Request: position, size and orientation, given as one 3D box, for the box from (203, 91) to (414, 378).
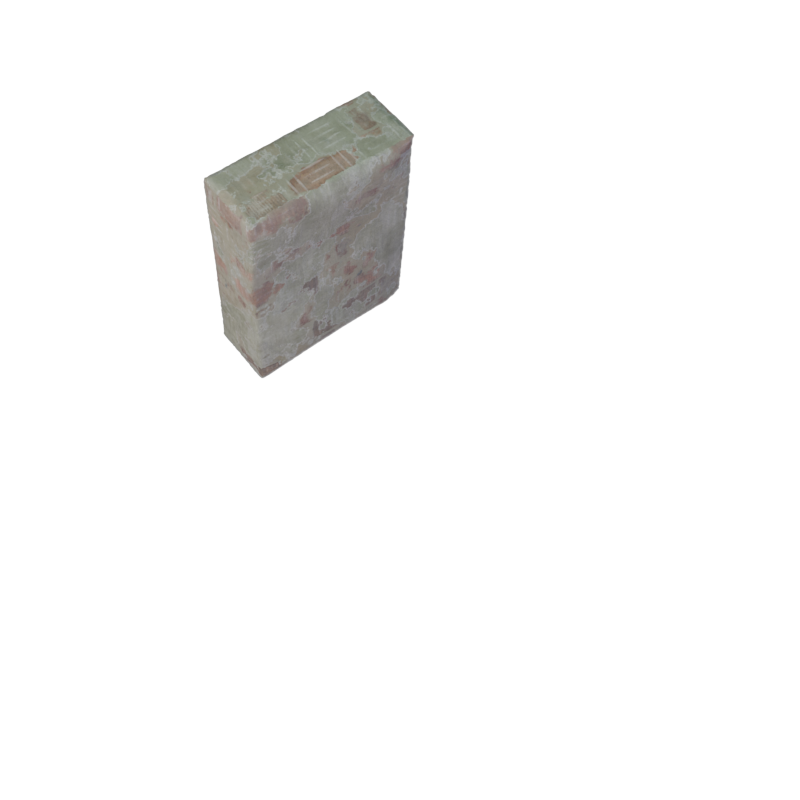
[{"bbox_3d":[-0.074,-0.135,0.942,0.165,0.076,0.200,-34,-25,-22],"label":"box"}]
